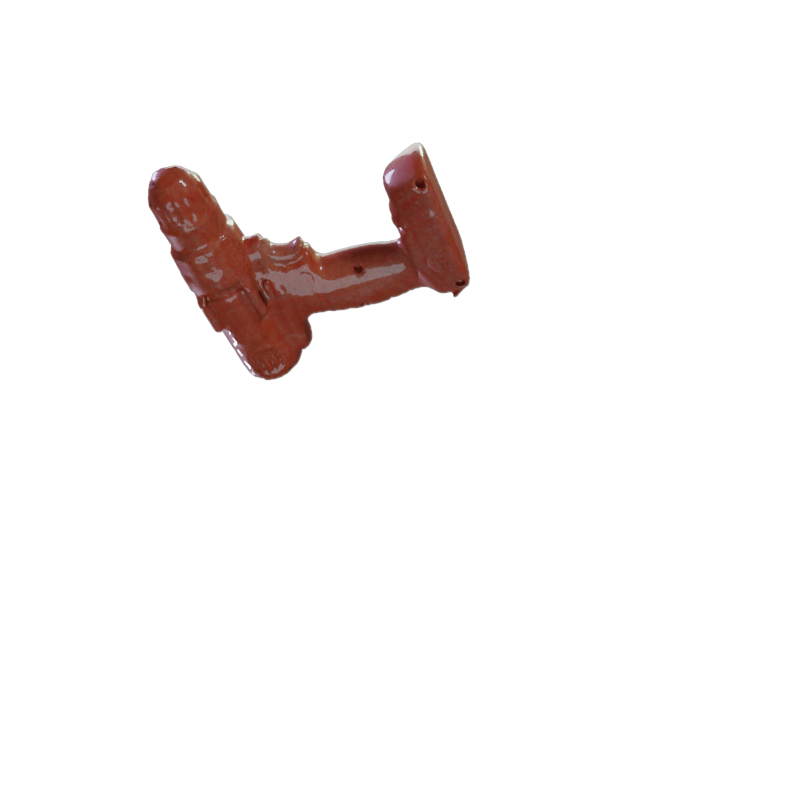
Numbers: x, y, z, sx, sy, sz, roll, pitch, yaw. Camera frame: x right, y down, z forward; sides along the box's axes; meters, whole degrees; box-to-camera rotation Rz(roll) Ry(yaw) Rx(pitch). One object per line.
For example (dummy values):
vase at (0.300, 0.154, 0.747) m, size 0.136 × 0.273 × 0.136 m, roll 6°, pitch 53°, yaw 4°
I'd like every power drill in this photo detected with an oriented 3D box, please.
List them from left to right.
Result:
power drill at (-0.060, -0.109, 0.760) m, size 0.189 × 0.171 × 0.061 m, roll -17°, pitch 38°, yaw 14°
